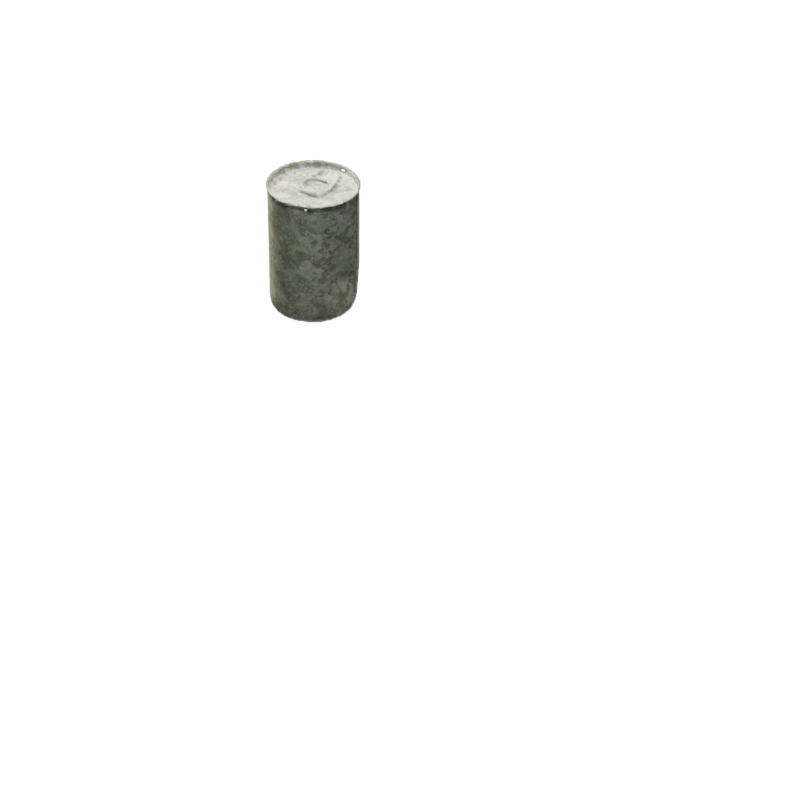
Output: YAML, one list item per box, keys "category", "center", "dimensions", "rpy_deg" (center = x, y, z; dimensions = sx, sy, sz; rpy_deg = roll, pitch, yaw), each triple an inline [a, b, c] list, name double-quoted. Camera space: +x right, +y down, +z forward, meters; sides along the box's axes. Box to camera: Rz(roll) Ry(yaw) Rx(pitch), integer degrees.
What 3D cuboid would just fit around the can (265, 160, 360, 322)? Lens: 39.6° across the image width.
- category: "can"
  center: [-0.064, -0.117, 0.822]
  dimensions: [0.068, 0.096, 0.073]
  rpy_deg: [0, 37, -3]
